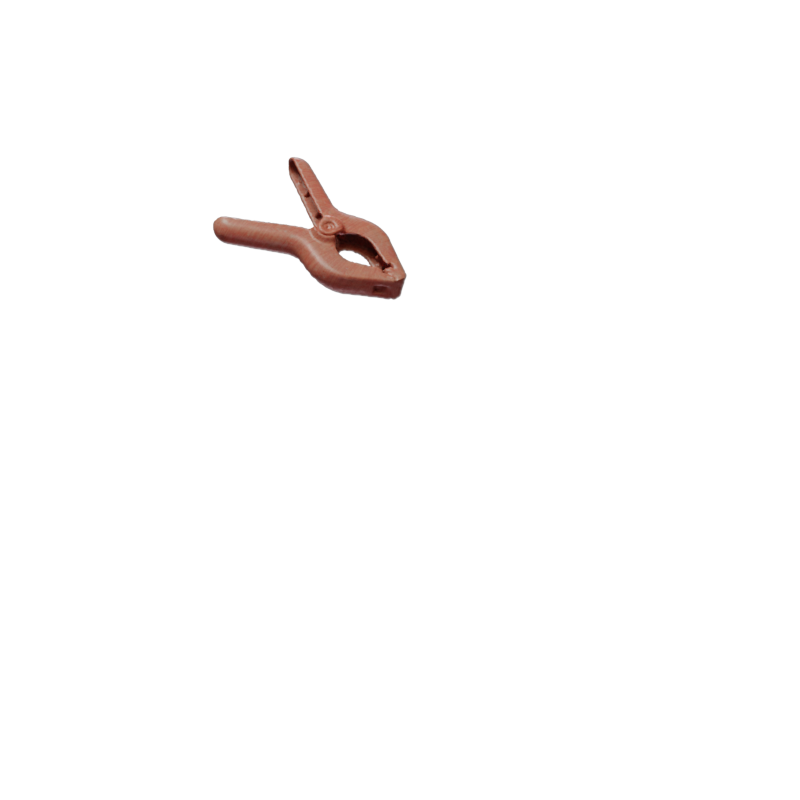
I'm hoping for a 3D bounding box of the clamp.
[{"bbox_3d":[-0.076,-0.138,0.968,0.121,0.037,0.182,-38,63,-24],"label":"clamp"}]
